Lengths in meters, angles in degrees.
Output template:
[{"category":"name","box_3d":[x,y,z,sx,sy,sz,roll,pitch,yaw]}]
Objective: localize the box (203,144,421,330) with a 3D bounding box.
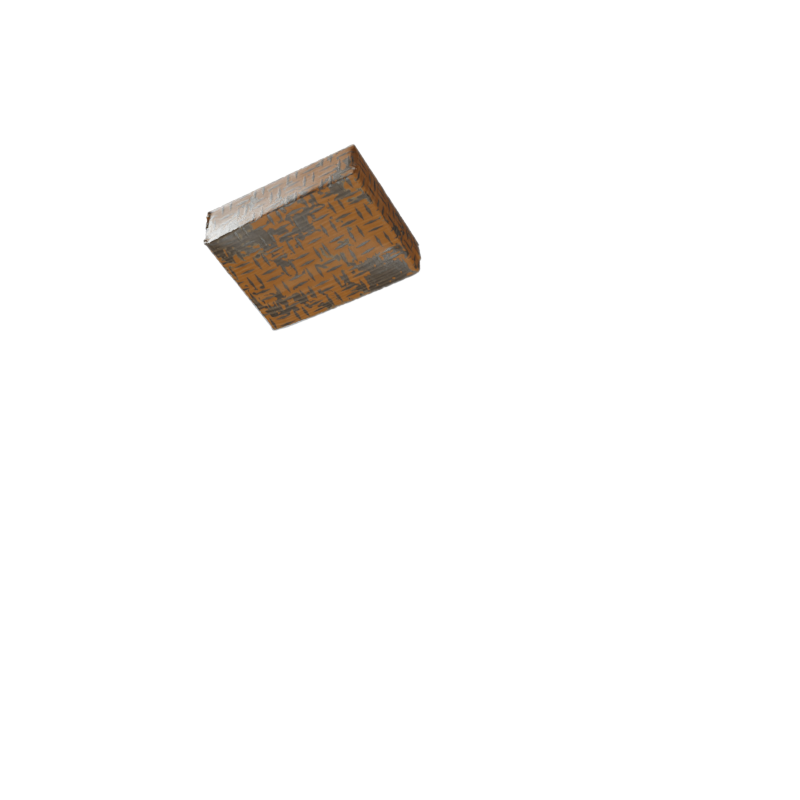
[{"category":"box","box_3d":[-0.056,-0.102,0.715,0.114,0.083,0.042,-23,36,17]}]
